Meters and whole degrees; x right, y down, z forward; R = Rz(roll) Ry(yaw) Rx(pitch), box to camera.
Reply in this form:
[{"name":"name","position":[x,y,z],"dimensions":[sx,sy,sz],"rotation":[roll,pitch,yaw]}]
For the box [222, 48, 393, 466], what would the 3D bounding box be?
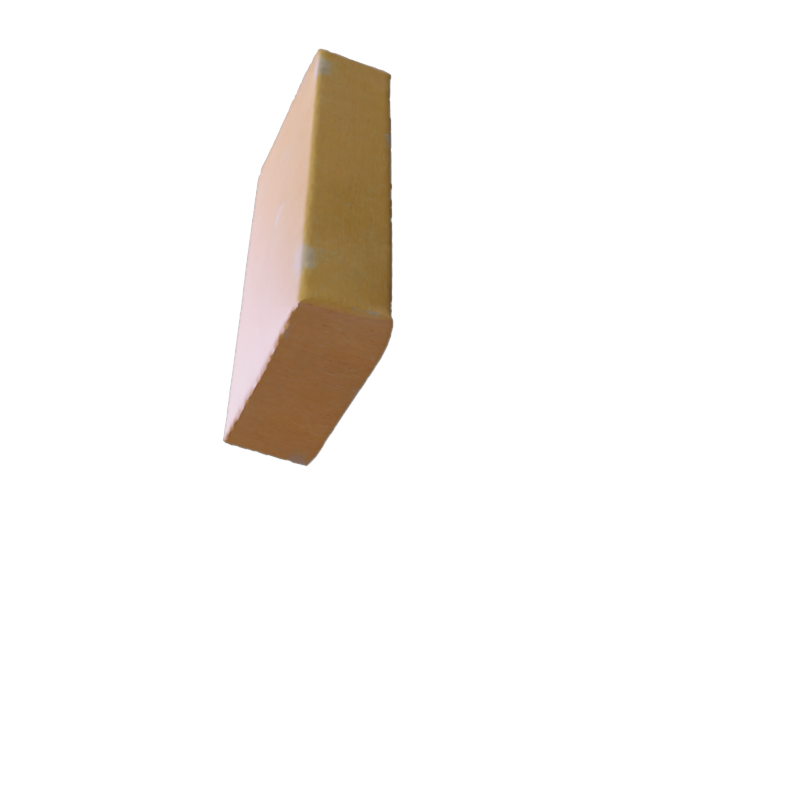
[{"name":"box","position":[-0.039,-0.071,0.499],"dimensions":[0.046,0.189,0.090],"rotation":[16,-48,-20]}]
